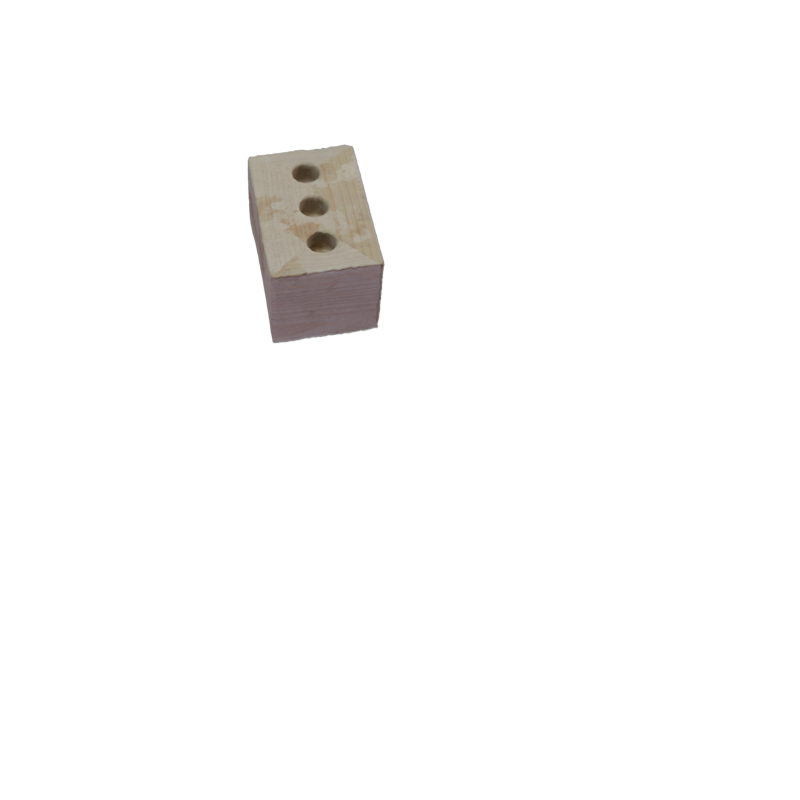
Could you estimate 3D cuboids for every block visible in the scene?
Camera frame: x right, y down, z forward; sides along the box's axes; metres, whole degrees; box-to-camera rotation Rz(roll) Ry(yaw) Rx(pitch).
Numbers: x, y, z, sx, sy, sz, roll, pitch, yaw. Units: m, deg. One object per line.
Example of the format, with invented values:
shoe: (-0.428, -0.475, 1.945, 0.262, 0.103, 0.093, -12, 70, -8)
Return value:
block: (-0.041, -0.075, 0.523, 0.052, 0.084, 0.048, -9, -37, -8)
